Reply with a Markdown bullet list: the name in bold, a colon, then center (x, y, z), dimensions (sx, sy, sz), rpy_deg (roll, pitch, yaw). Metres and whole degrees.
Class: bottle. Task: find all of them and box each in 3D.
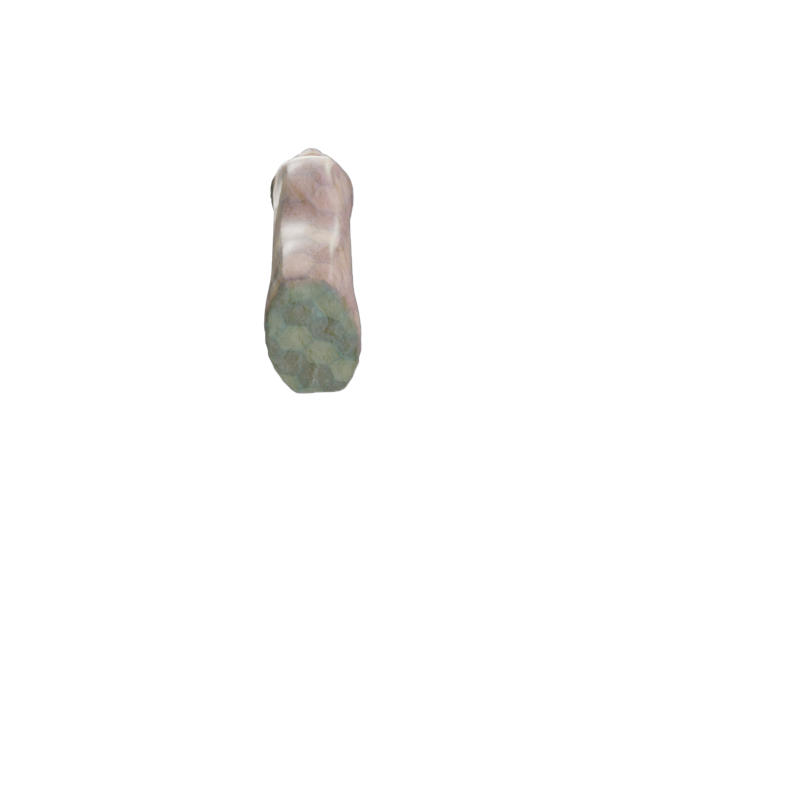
- **bottle**: center (-0.057, -0.104, 0.727), dimensions (0.058, 0.089, 0.206), rpy_deg (-6, 44, 1)
